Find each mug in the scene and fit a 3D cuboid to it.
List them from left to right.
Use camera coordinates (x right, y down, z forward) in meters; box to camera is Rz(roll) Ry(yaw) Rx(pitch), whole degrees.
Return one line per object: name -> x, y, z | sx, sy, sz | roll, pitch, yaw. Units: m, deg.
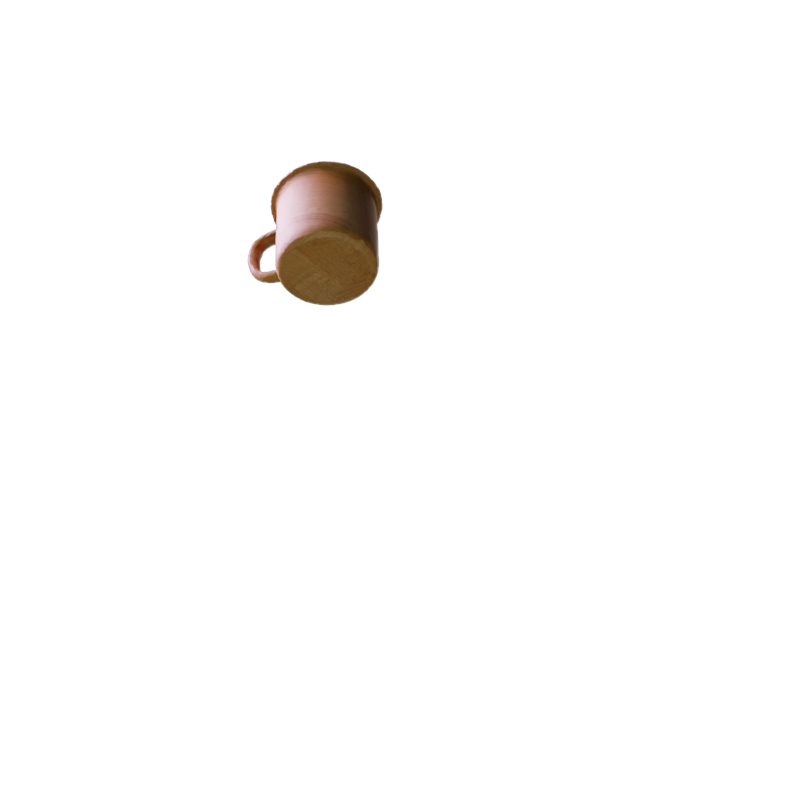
mug -> -0.070, -0.128, 0.893 | 0.118, 0.087, 0.086 | -17, -47, 14
